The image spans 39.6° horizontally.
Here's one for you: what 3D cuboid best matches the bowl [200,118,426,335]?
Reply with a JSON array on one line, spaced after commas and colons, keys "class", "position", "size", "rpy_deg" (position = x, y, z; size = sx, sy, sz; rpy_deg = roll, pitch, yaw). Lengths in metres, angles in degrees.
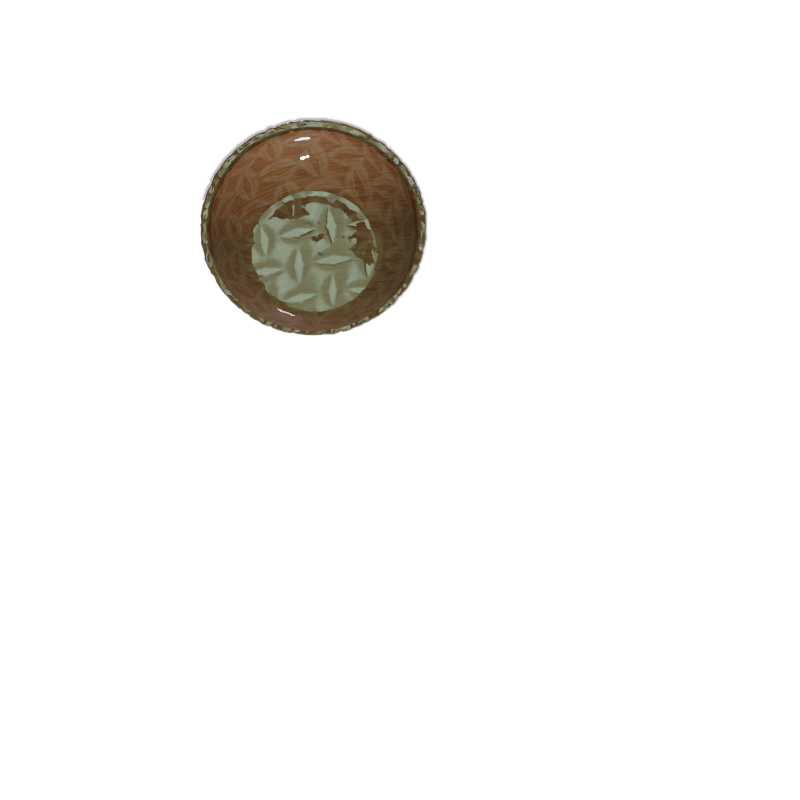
[{"class": "bowl", "position": [-0.060, -0.109, 0.765], "size": [0.162, 0.155, 0.058], "rpy_deg": [1, 20, -1]}]
